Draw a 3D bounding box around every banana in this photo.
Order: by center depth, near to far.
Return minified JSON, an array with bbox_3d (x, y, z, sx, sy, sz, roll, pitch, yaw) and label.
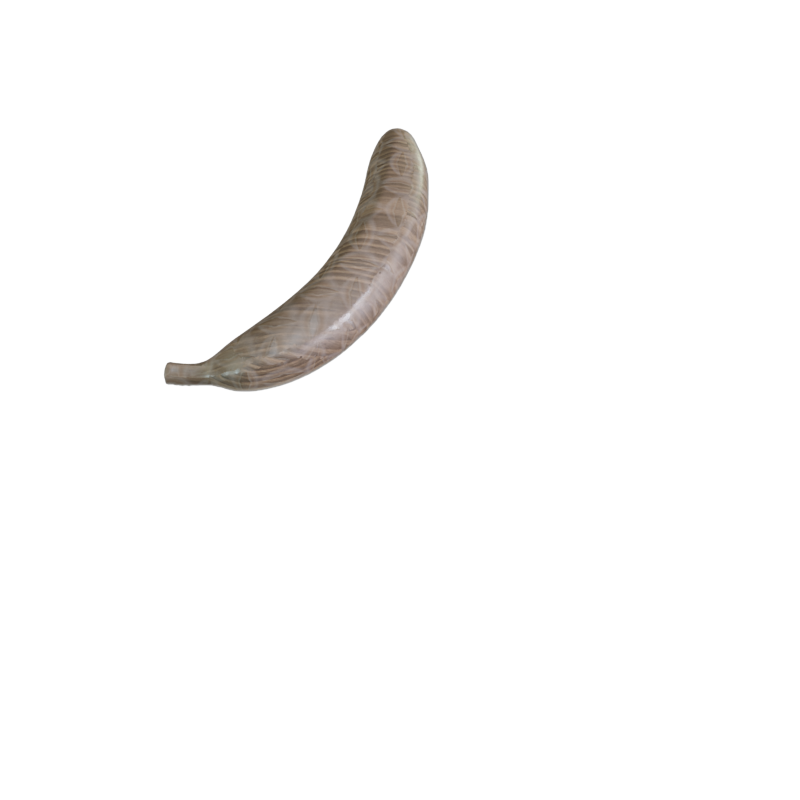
[{"bbox_3d":[-0.031,-0.068,0.557,0.073,0.202,0.034,29,-31,18],"label":"banana"}]
